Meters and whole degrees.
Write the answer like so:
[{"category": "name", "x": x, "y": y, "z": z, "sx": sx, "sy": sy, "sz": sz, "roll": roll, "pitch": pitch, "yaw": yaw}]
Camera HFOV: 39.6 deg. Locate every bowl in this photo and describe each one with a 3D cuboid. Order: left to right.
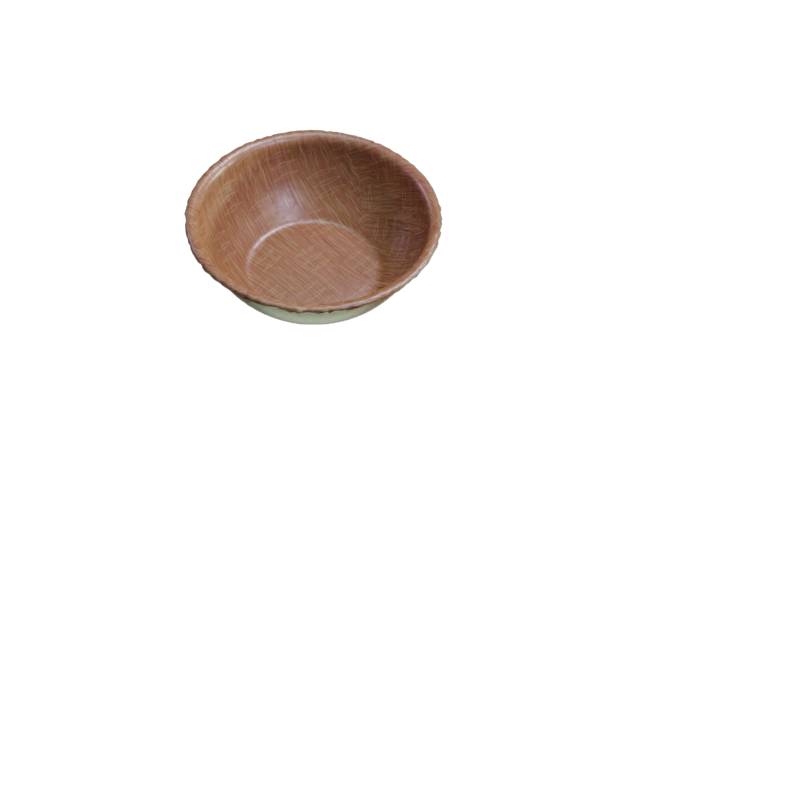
[{"category": "bowl", "x": -0.056, "y": -0.102, "z": 0.715, "sx": 0.162, "sy": 0.174, "sz": 0.051, "roll": -1, "pitch": -40, "yaw": -1}]
